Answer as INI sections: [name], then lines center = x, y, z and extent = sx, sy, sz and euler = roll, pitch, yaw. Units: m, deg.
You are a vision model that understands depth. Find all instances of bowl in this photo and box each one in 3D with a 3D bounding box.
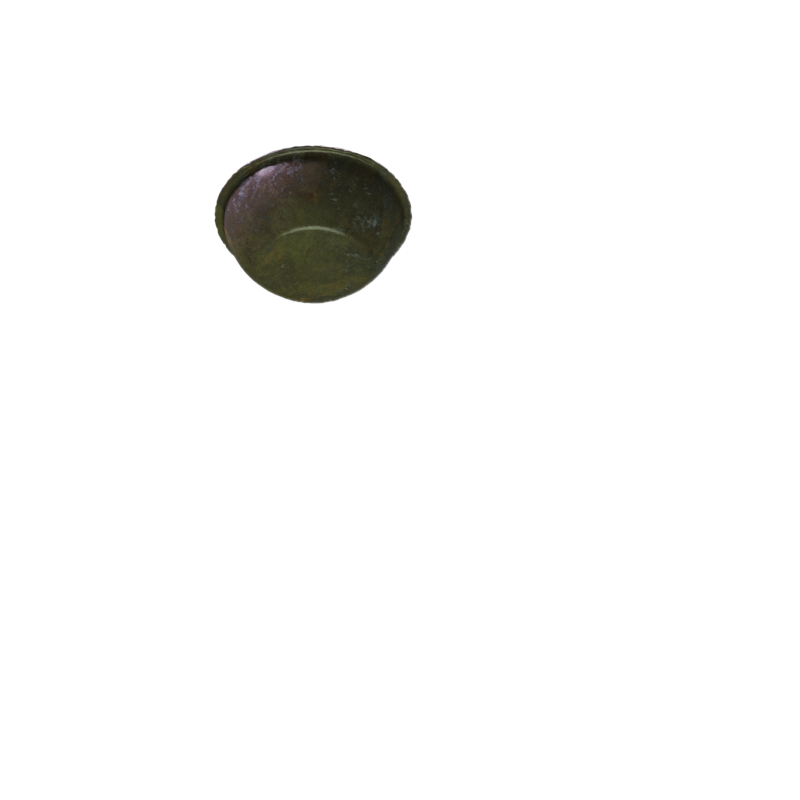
[bowl]
center = -0.070, -0.127, 0.891
extent = 0.162, 0.059, 0.151
euler = 1, -39, -1
